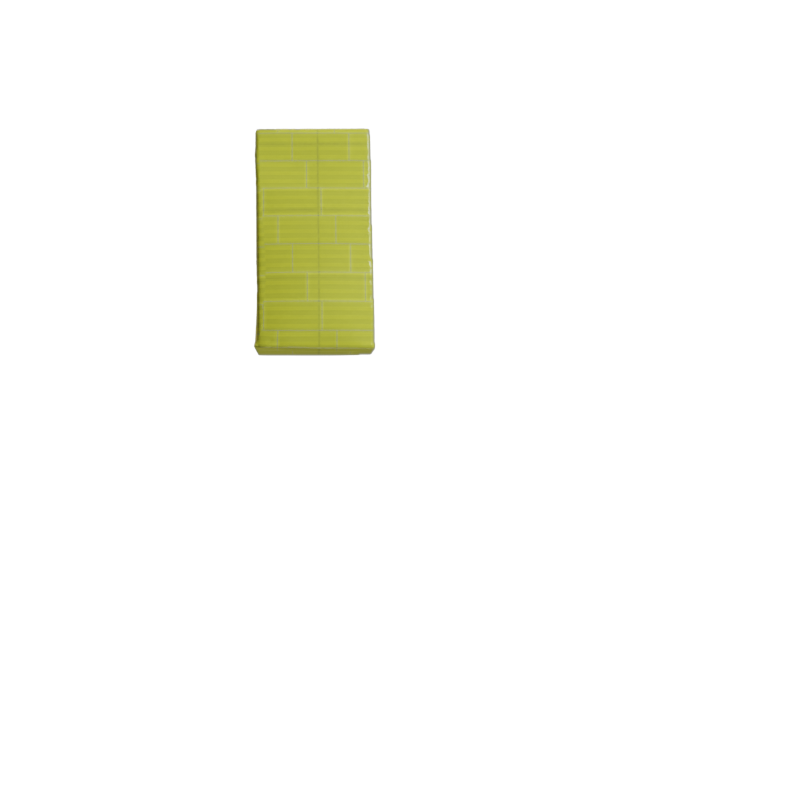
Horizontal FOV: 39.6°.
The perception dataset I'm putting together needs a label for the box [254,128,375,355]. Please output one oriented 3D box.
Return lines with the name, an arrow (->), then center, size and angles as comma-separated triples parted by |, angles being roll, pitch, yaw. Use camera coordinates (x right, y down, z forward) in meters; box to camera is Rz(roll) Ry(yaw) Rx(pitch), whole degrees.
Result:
box -> -0.068, -0.125, 0.875 | 0.093, 0.182, 0.047 | 0, -13, -2
